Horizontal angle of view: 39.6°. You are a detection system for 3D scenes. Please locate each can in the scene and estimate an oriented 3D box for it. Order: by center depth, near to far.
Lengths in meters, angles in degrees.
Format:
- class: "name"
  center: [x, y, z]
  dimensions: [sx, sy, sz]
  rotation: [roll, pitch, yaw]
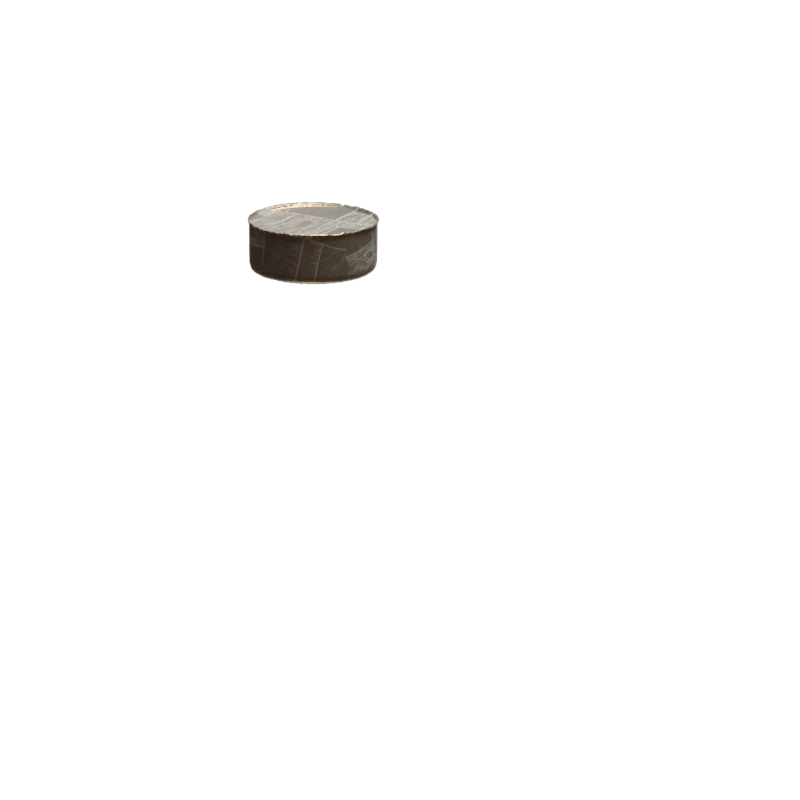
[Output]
- class: "can"
  center: [-0.057, -0.104, 0.727]
  dimensions: [0.086, 0.032, 0.090]
  rotation: [-1, 22, -2]
